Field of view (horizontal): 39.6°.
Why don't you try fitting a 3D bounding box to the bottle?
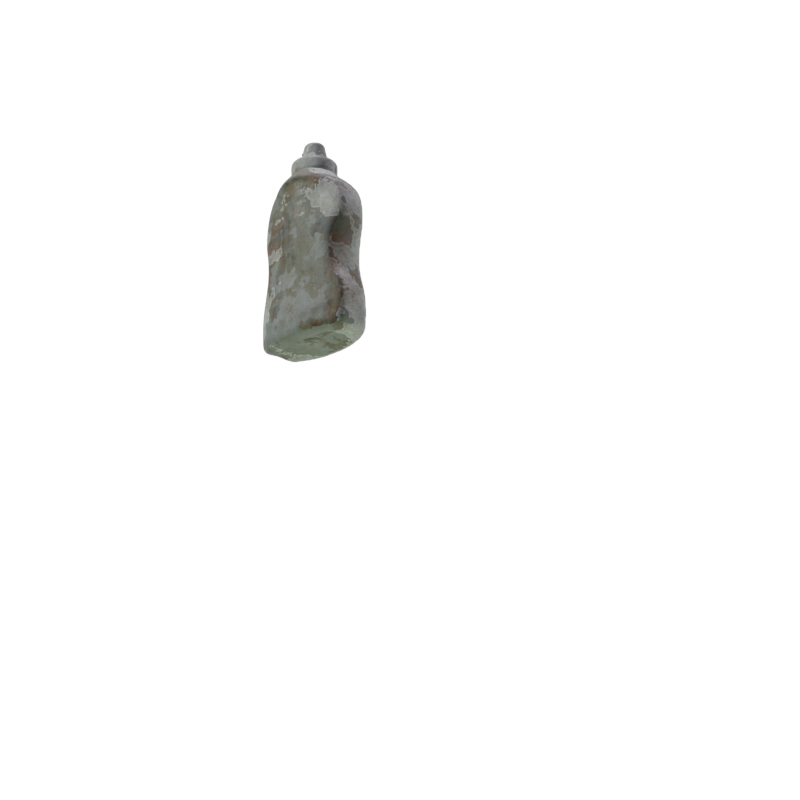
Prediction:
[{"bbox_3d":[-0.074,-0.135,0.947,0.055,0.203,0.096,21,-33,-39],"label":"bottle"}]
